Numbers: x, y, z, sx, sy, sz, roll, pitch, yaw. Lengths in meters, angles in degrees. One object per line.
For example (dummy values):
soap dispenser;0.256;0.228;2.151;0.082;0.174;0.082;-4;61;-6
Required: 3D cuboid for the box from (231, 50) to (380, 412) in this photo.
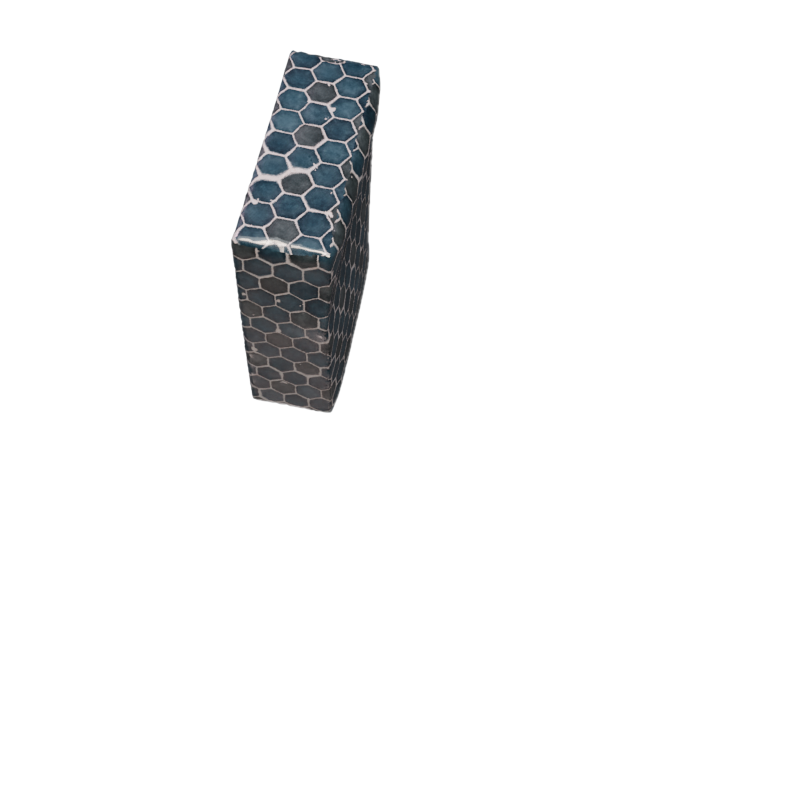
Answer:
box;-0.062;-0.113;0.790;0.072;0.173;0.201;10;-30;2
